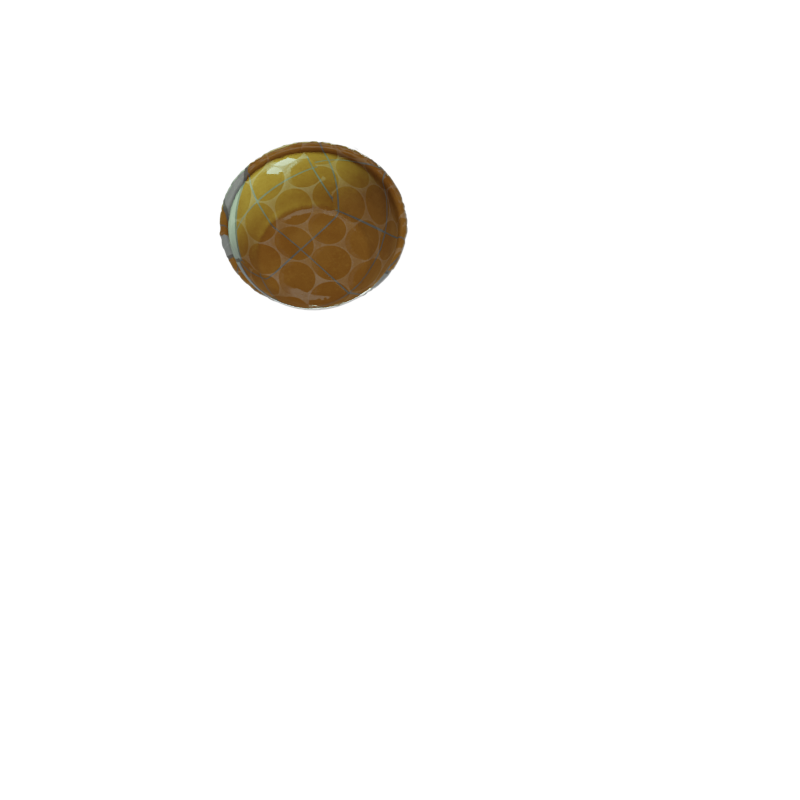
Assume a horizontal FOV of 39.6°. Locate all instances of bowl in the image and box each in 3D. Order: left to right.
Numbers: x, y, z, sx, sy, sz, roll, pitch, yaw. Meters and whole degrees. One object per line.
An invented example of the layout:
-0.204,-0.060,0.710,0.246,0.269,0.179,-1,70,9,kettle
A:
-0.073,-0.133,0.932,0.162,0.153,0.058,1,30,-1,bowl
